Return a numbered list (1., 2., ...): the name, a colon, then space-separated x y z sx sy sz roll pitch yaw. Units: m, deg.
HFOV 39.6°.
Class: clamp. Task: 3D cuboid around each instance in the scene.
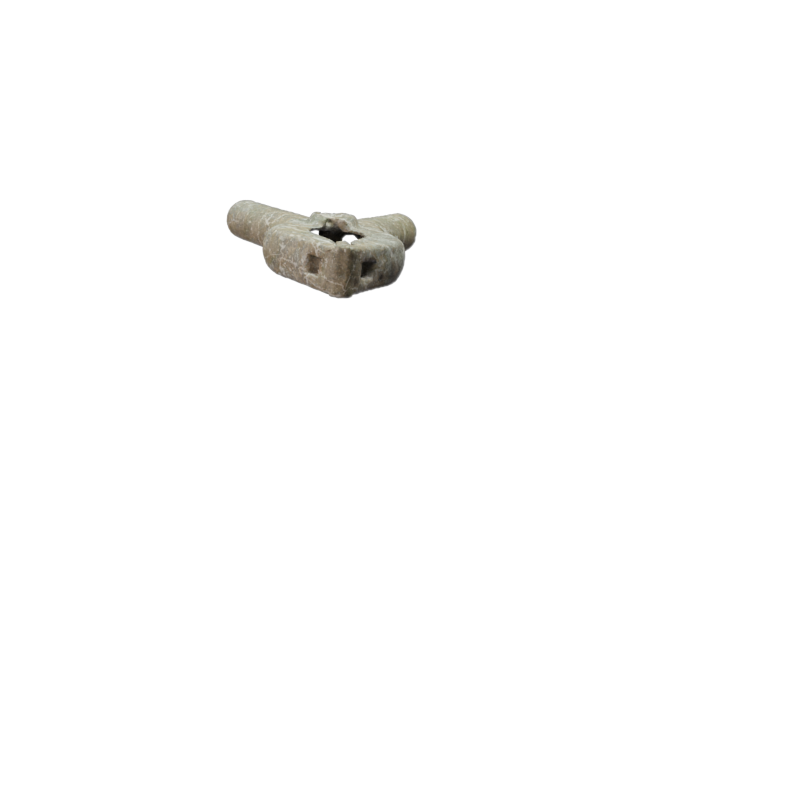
1. clamp: -0.050 -0.092 0.644 0.121 0.038 0.175 1 14 2
